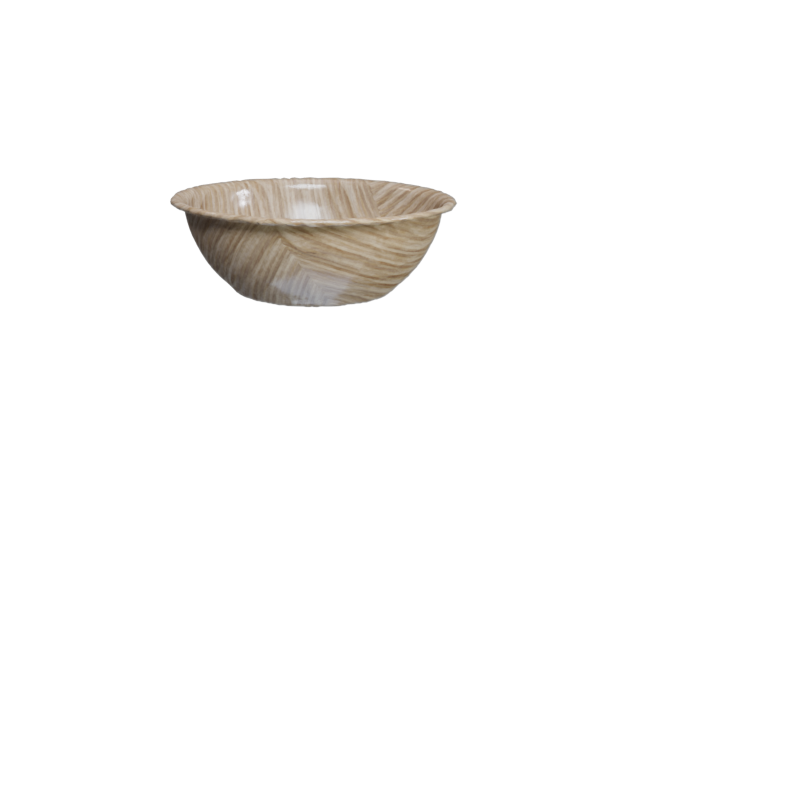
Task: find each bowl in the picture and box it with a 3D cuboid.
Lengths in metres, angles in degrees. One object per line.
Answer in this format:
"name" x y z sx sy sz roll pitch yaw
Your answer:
"bowl" -0.050 -0.091 0.636 0.162 0.053 0.168 -1 18 -2
